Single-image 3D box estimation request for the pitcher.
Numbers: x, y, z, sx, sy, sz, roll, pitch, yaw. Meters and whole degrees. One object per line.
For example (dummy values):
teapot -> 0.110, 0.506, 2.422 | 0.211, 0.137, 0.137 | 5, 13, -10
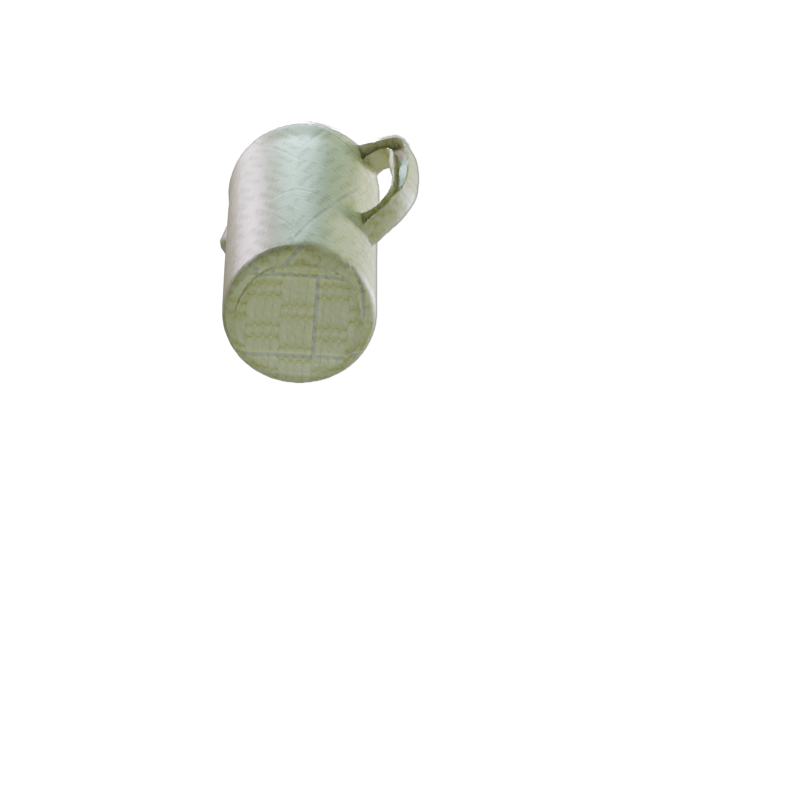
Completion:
pitcher -> -0.068, -0.124, 0.865 | 0.143, 0.143, 0.258 | 12, 28, -10
